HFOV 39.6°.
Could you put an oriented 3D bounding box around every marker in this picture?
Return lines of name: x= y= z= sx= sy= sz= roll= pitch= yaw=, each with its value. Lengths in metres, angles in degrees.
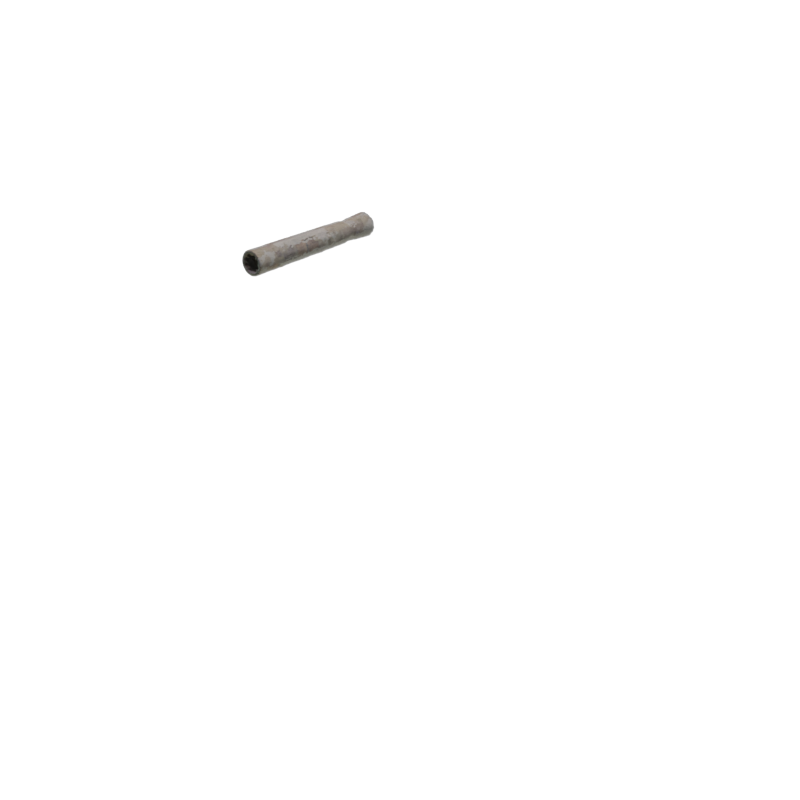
marker: x=-0.062 y=-0.113 z=0.793 sx=0.021 sy=0.019 sz=0.120 roll=4 pitch=22 yaw=43
